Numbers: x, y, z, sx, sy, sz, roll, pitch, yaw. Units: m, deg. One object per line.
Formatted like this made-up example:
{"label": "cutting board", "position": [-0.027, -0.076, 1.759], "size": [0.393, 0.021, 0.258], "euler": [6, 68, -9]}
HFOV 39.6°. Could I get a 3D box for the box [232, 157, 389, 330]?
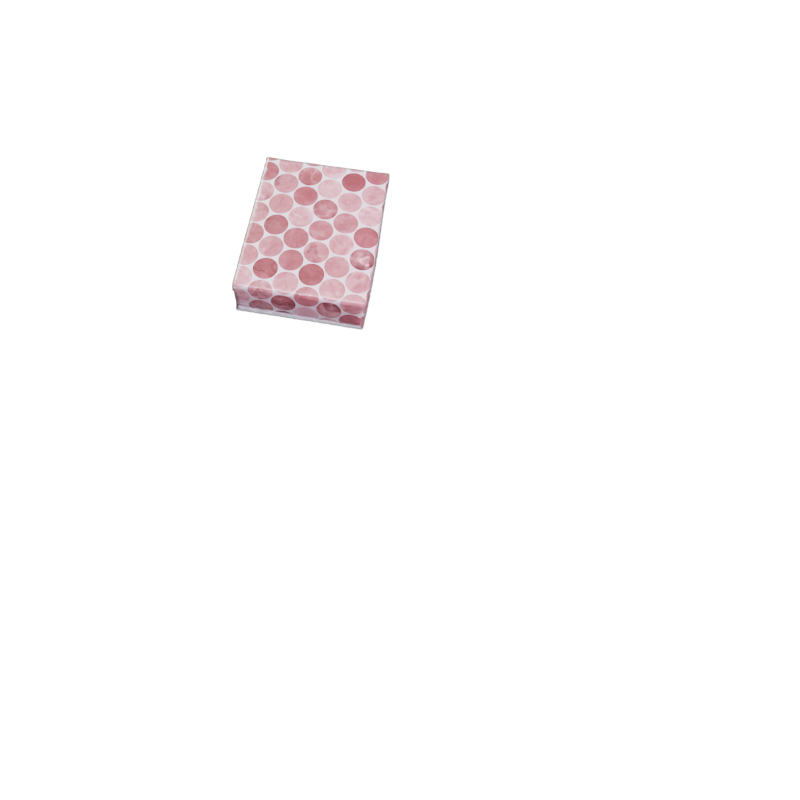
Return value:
{"label": "box", "position": [-0.060, -0.109, 0.765], "size": [0.091, 0.120, 0.036], "euler": [8, -32, 4]}
